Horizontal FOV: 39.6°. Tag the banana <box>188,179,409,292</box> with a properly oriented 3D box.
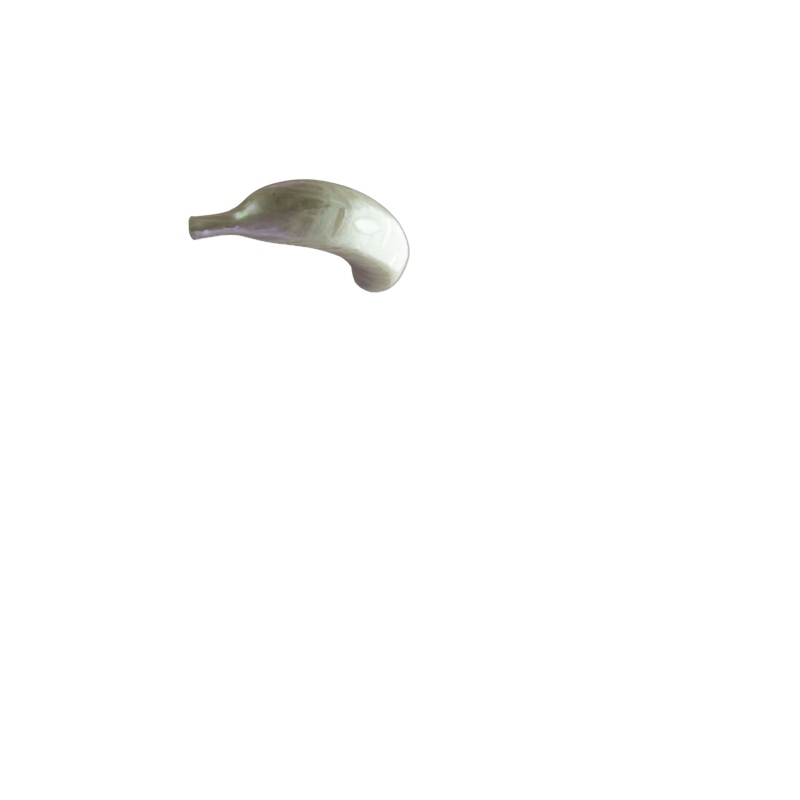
[{"bbox_3d":[-0.035,-0.092,0.622,0.071,0.038,0.188,-4,-8,28],"label":"banana"}]
